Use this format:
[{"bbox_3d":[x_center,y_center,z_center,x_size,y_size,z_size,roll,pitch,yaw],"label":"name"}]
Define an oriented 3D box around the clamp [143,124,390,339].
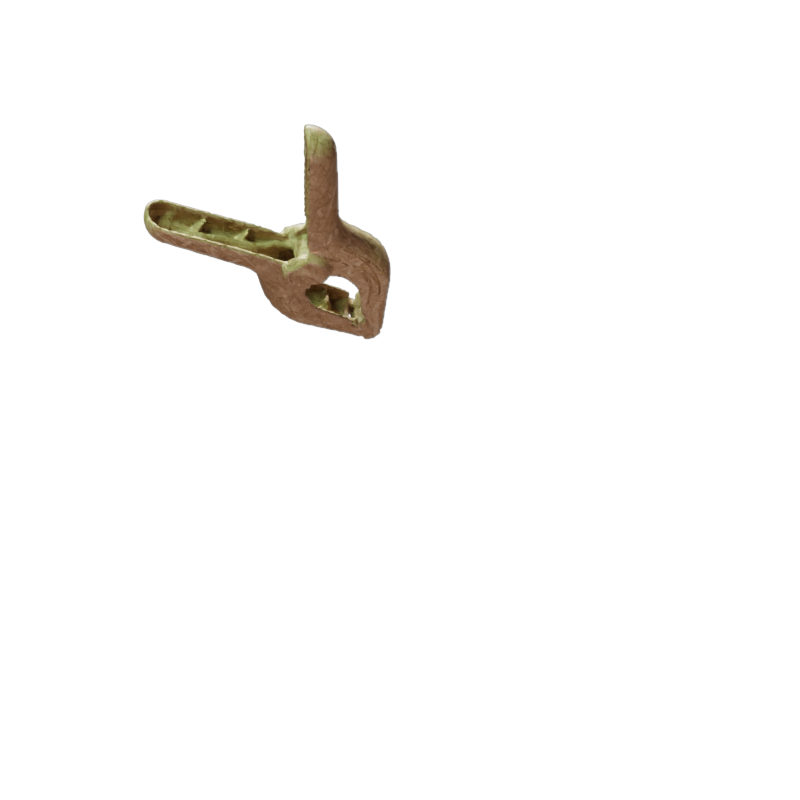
[{"bbox_3d":[-0.051,-0.093,0.648,0.121,0.042,0.160,-22,-36,33],"label":"clamp"}]
